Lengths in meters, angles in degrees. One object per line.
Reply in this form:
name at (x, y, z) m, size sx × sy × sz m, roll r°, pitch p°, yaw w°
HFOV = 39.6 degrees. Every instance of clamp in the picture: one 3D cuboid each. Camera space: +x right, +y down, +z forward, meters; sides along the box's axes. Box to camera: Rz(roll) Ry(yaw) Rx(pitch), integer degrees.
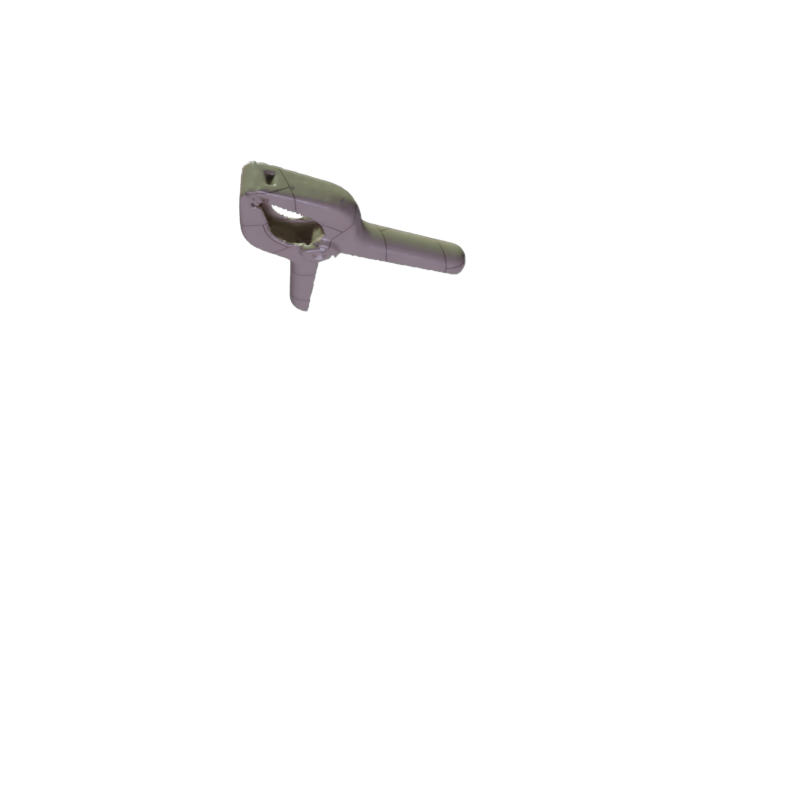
clamp at (-0.069, -0.126, 0.884) m, size 0.167 × 0.038 × 0.196 m, roll -16°, pitch -27°, yaw 34°
